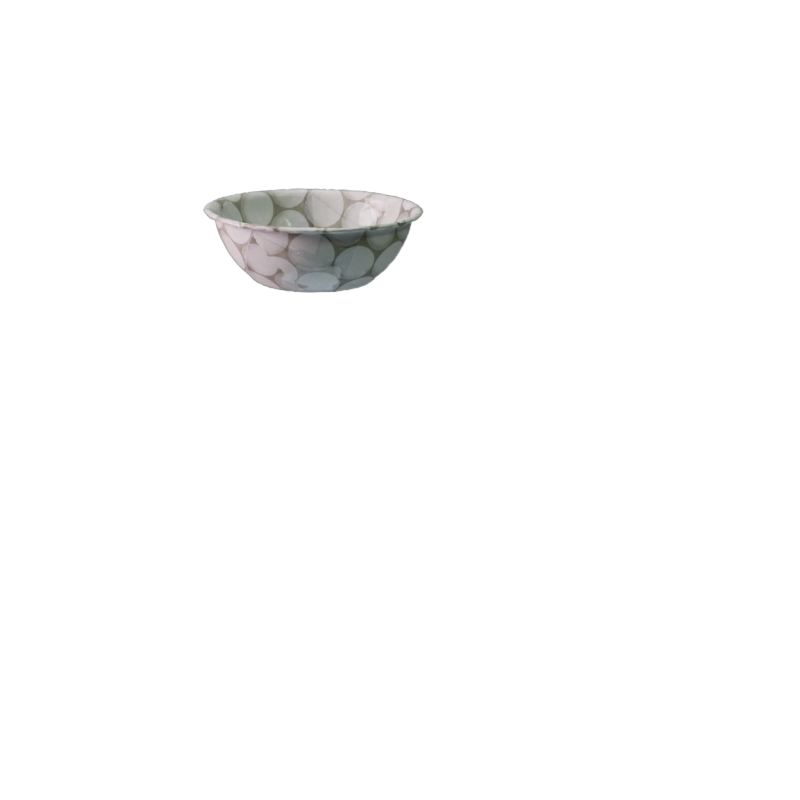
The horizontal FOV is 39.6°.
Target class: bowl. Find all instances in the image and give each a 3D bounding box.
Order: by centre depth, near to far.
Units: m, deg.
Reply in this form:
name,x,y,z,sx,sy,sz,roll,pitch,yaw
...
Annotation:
name,x,y,z,sx,sy,sz,roll,pitch,yaw
bowl,-0.064,-0.118,0.823,0.162,0.053,0.169,-1,19,-2
